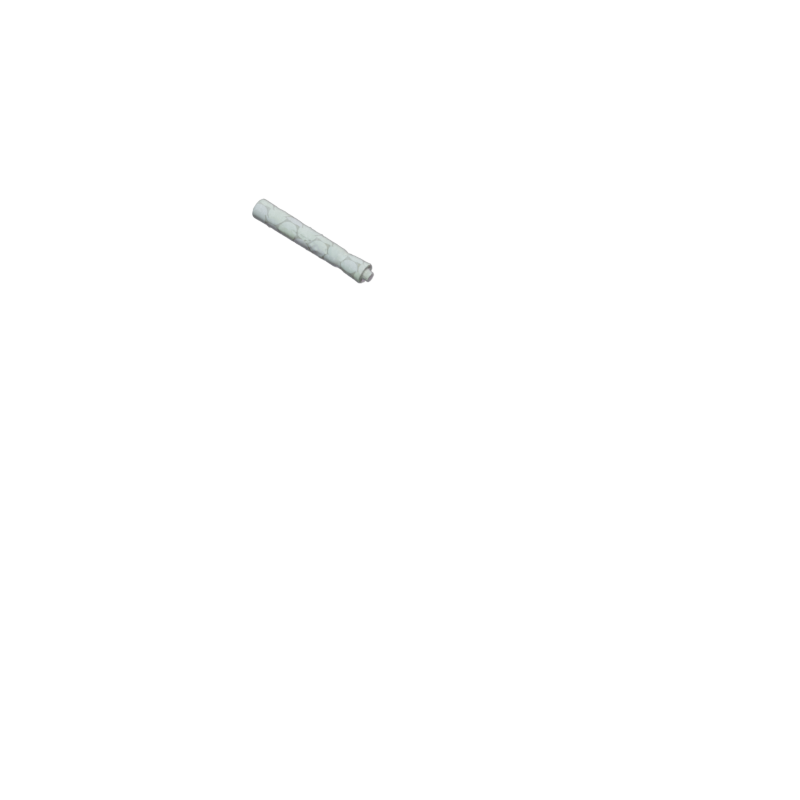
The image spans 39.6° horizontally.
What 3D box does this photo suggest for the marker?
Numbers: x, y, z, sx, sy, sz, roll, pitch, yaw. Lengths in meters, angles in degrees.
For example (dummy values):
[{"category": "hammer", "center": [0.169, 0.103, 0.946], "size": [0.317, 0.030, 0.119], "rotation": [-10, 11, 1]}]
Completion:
[{"category": "marker", "center": [-0.073, -0.133, 0.929], "size": [0.127, 0.019, 0.019], "rotation": [34, 17, 22]}]
